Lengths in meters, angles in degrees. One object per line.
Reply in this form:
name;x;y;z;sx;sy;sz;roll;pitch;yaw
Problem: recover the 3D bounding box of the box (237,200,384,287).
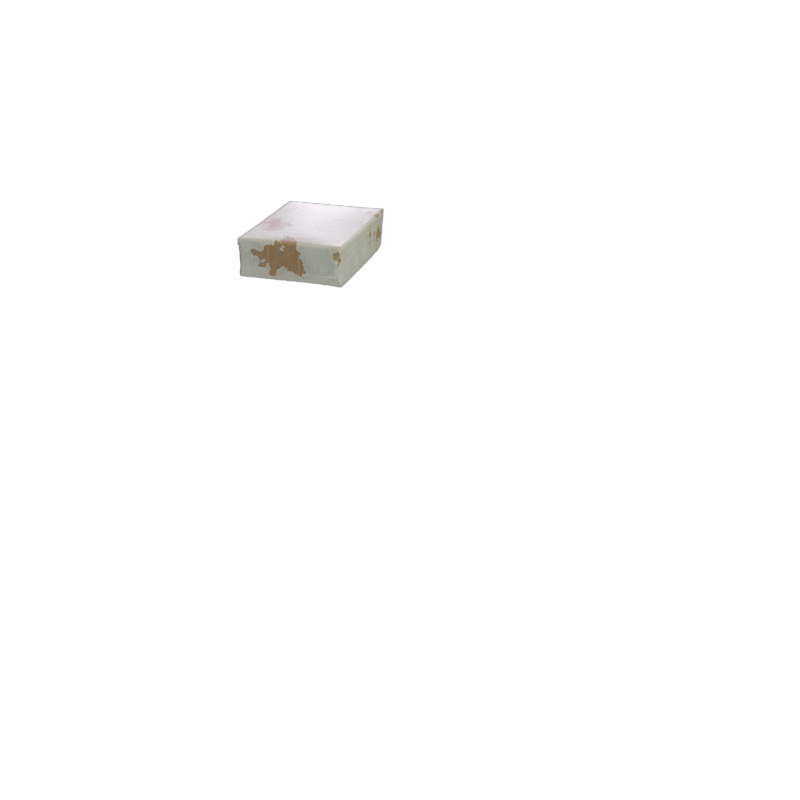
box;-0.072;-0.132;0.924;0.092;0.037;0.116;8;25;17
